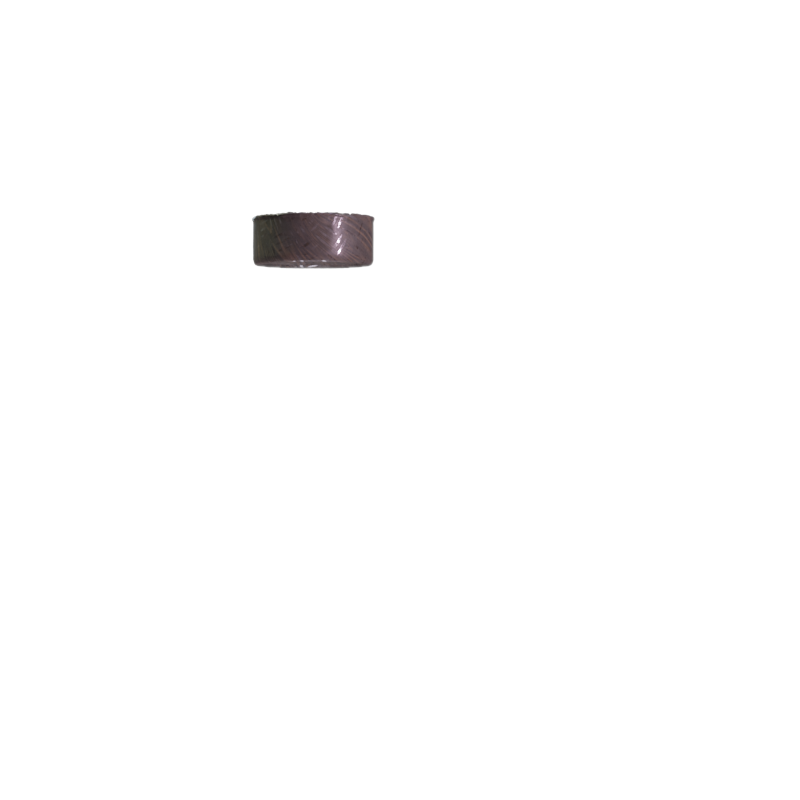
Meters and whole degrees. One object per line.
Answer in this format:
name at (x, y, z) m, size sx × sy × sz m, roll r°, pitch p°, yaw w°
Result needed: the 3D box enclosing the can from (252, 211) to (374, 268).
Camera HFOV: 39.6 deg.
can at (-0.061, -0.111, 0.777) m, size 0.086 × 0.034 × 0.086 m, roll 0°, pitch 2°, yaw -2°
